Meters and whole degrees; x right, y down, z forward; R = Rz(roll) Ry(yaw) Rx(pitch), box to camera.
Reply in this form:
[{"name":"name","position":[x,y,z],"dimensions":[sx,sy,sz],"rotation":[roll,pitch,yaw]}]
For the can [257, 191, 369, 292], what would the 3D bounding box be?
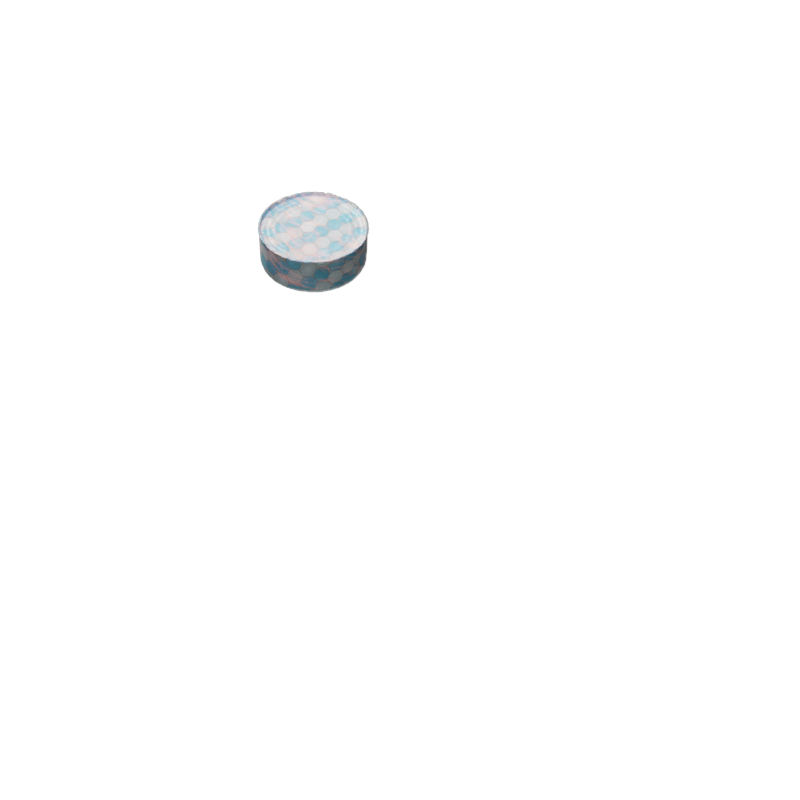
[{"name":"can","position":[-0.068,-0.124,0.865],"dimensions":[0.086,0.031,0.092],"rotation":[-1,45,-1]}]
